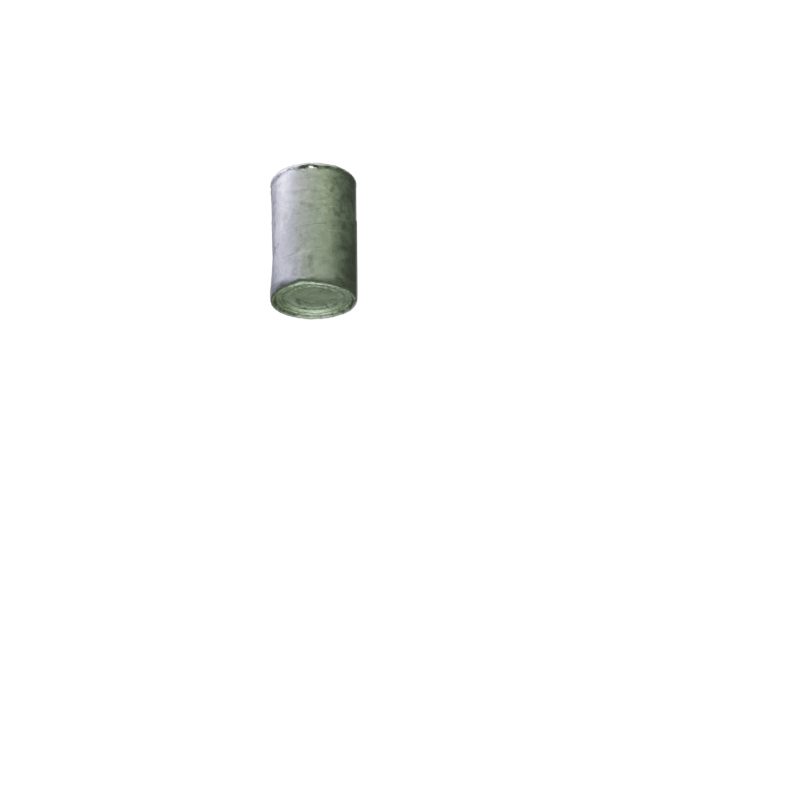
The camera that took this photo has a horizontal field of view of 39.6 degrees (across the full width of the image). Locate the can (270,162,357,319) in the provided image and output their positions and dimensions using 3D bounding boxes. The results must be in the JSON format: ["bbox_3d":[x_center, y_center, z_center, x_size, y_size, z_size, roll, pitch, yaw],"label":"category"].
[{"bbox_3d":[-0.066,-0.121,0.849,0.068,0.108,0.065,0,-24,-2],"label":"can"}]
